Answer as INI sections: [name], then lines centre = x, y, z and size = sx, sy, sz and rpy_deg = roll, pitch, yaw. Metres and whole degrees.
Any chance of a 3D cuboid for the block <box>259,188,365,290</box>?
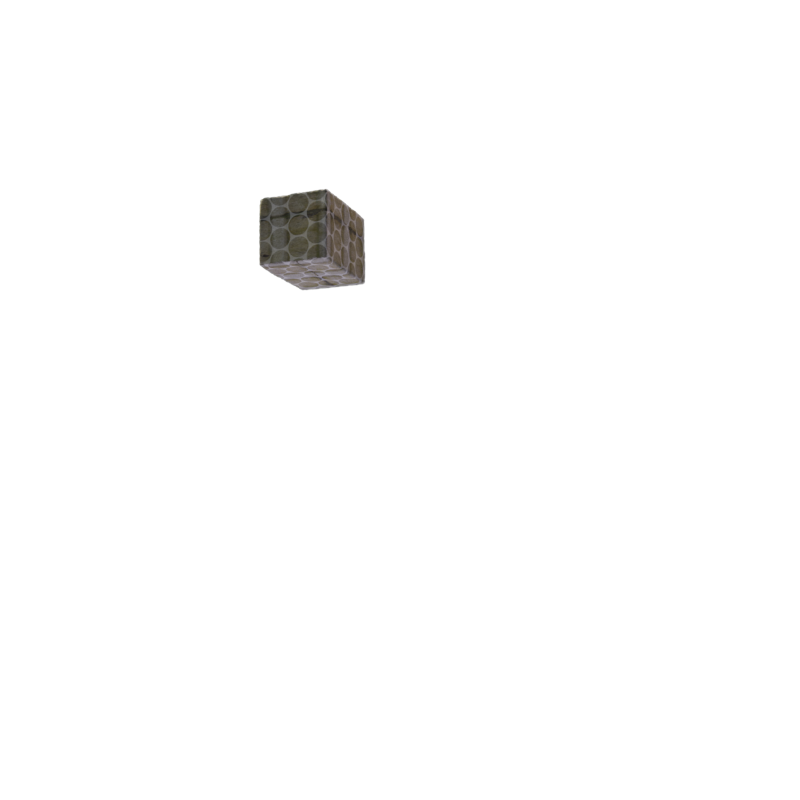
[block]
centre = -0.063, -0.114, 0.799
size = 0.054, 0.053, 0.074
rpy_deg = -5, -12, 19
